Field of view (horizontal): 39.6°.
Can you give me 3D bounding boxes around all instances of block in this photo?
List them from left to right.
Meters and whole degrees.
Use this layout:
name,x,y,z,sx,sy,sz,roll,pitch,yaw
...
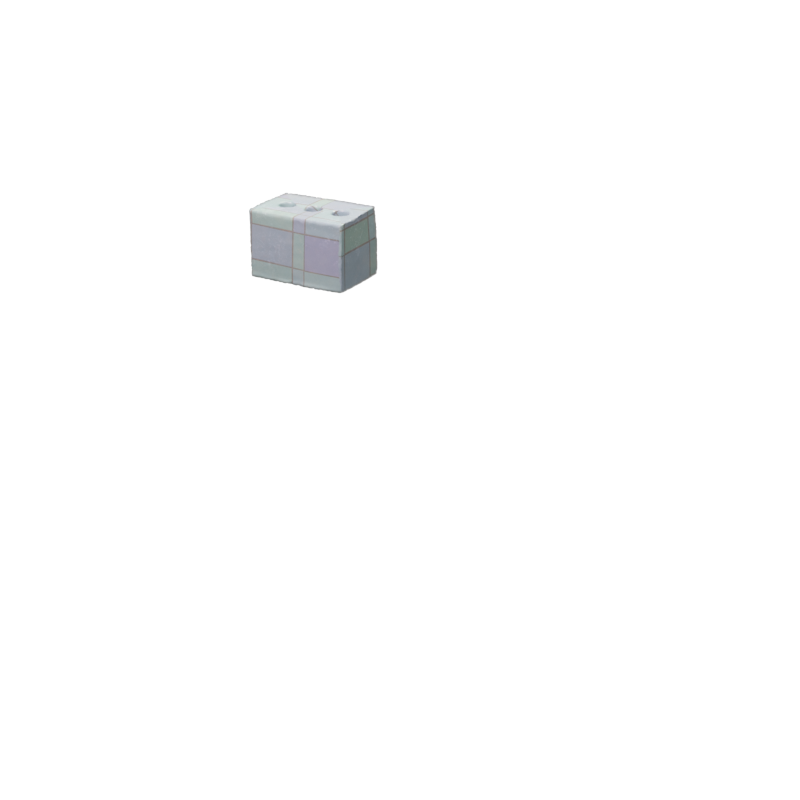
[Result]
name,x,y,z,sx,sy,sz,roll,pitch,yaw
block,-0.062,-0.113,0.793,0.081,0.049,0.053,12,24,26
